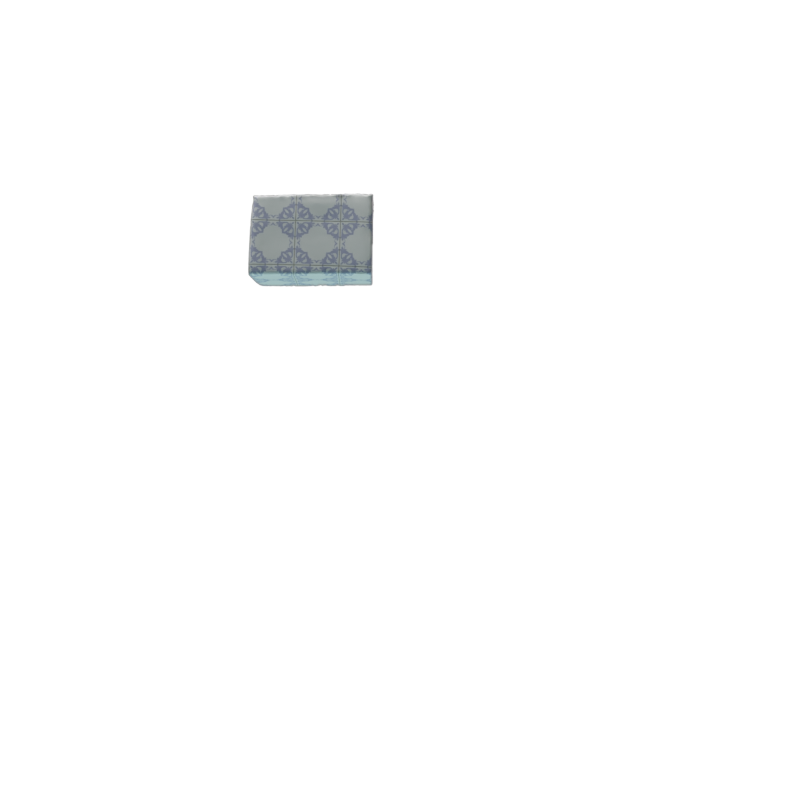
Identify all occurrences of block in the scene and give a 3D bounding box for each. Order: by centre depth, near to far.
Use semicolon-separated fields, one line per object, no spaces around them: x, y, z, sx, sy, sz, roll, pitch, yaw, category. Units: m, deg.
-0.056;-0.101;0.711;0.078;0.052;0.052;0;-6;2;block
